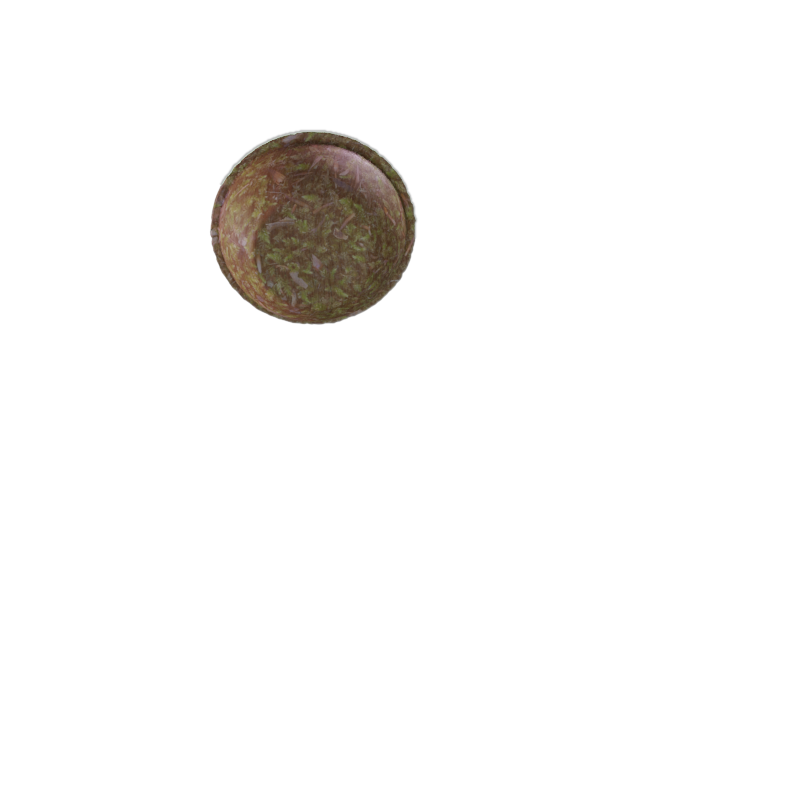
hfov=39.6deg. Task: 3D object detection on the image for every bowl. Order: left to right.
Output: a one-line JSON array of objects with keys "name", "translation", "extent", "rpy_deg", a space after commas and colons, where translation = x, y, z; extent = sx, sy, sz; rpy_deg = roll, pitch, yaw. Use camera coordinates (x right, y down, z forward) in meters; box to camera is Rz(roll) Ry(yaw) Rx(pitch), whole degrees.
[{"name": "bowl", "translation": [-0.066, -0.121, 0.848], "extent": [0.162, 0.155, 0.058], "rpy_deg": [1, 22, -1]}]
